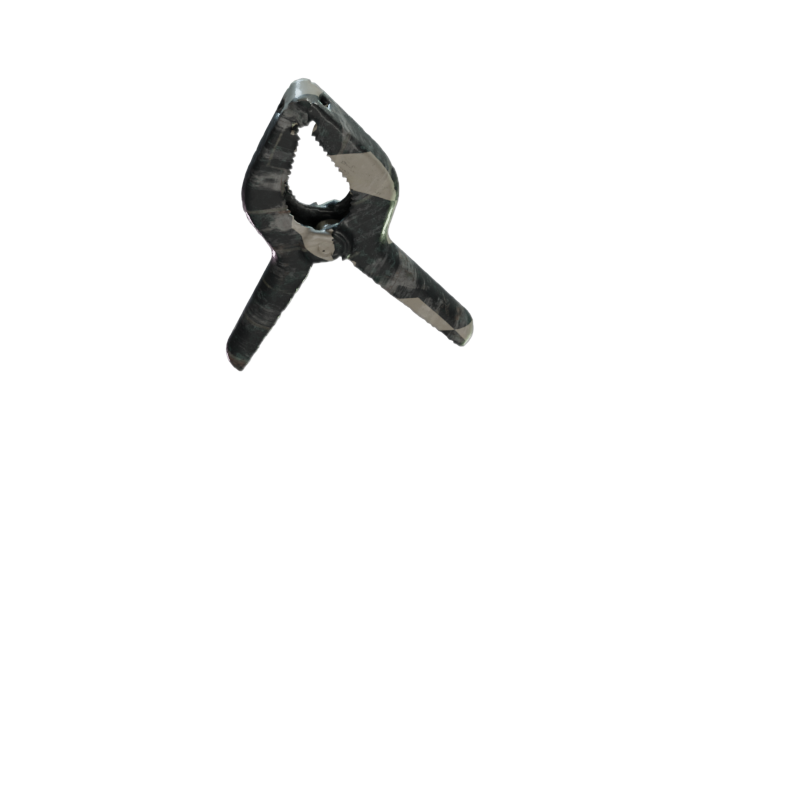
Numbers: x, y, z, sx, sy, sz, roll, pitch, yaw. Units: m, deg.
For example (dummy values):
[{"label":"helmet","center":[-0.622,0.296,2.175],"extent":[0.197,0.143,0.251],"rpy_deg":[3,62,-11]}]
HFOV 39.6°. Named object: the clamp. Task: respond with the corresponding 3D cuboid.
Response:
[{"label":"clamp","center":[-0.054,-0.098,0.689],"extent":[0.166,0.194,0.039],"rpy_deg":[-12,38,9]}]
